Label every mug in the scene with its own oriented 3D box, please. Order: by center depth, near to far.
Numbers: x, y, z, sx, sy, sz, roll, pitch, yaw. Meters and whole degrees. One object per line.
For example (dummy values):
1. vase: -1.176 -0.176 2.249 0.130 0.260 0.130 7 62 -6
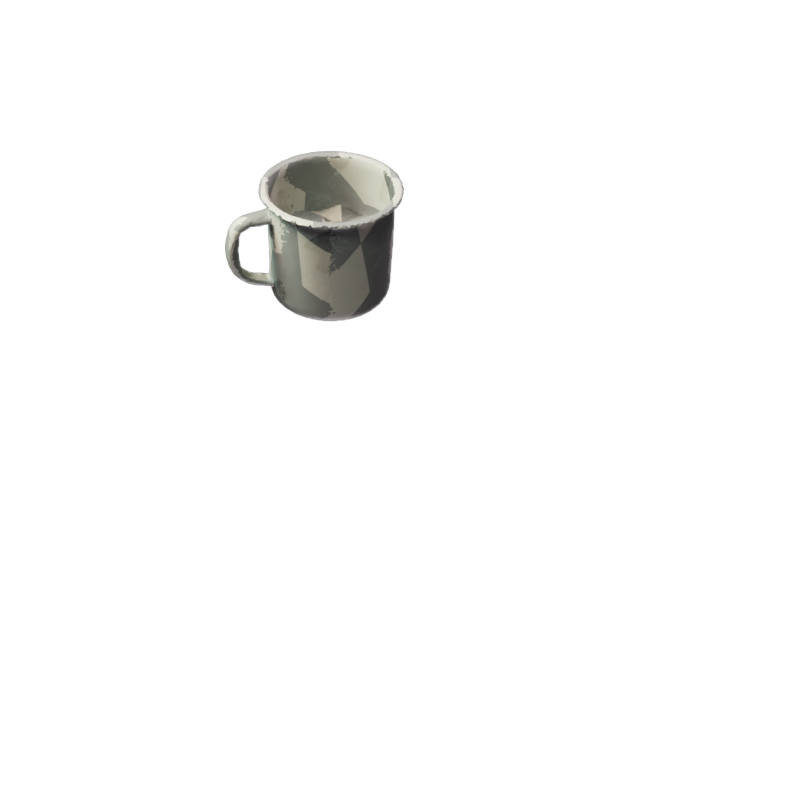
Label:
1. mug: -0.057 -0.104 0.727 0.116 0.076 0.101 -12 41 -16
